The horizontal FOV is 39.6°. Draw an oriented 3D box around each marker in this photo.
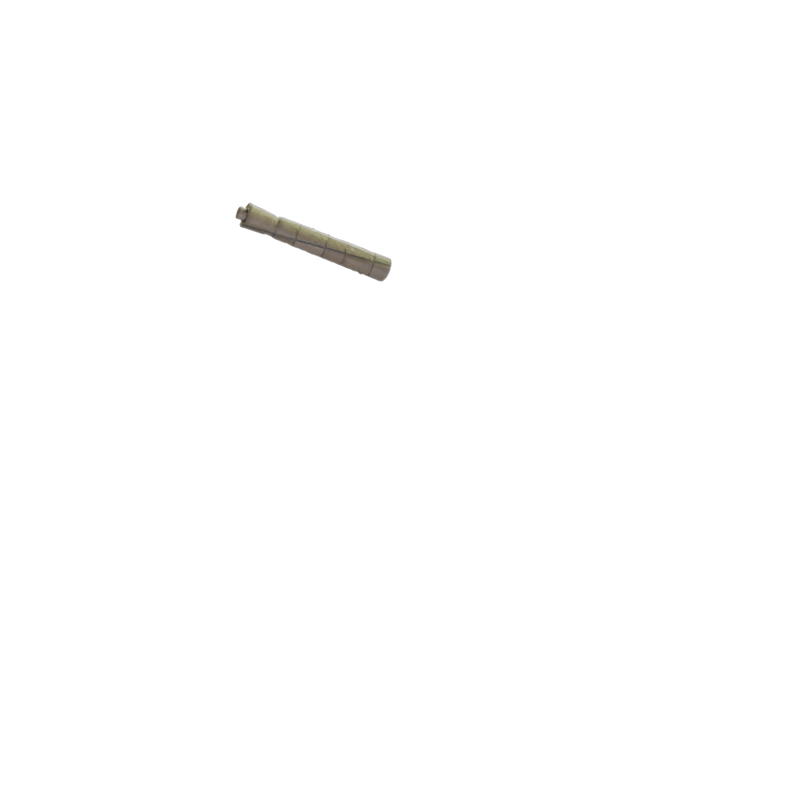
[{"bbox_3d":[-0.063,-0.116,0.810,0.117,0.020,0.020,20,-2,-16],"label":"marker"}]
